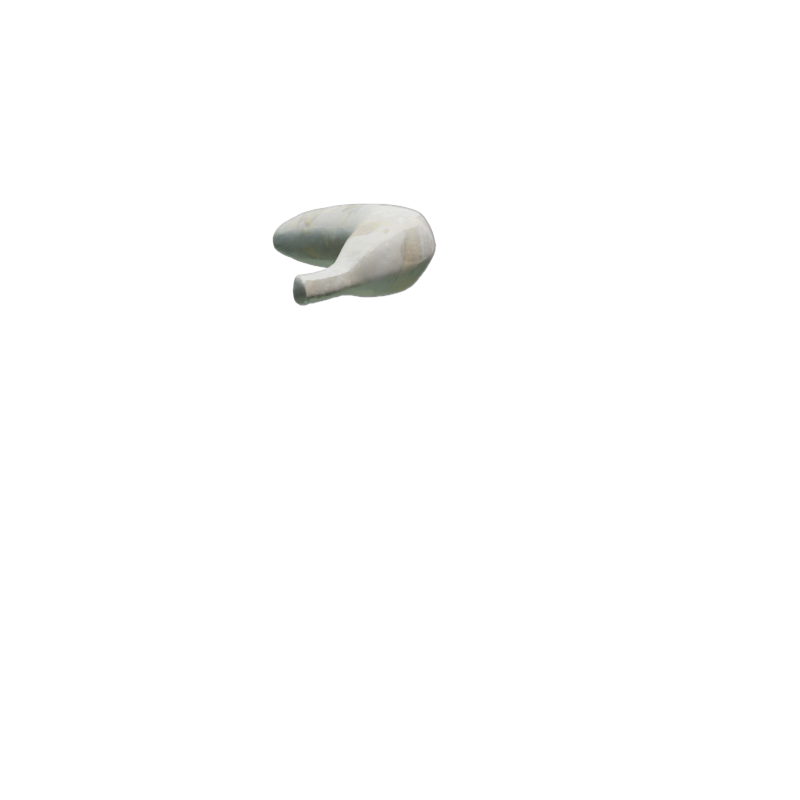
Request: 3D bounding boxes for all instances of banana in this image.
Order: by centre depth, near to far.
[{"bbox_3d":[-0.023,-0.075,0.529,0.069,0.036,0.203,-1,12,-8],"label":"banana"}]
